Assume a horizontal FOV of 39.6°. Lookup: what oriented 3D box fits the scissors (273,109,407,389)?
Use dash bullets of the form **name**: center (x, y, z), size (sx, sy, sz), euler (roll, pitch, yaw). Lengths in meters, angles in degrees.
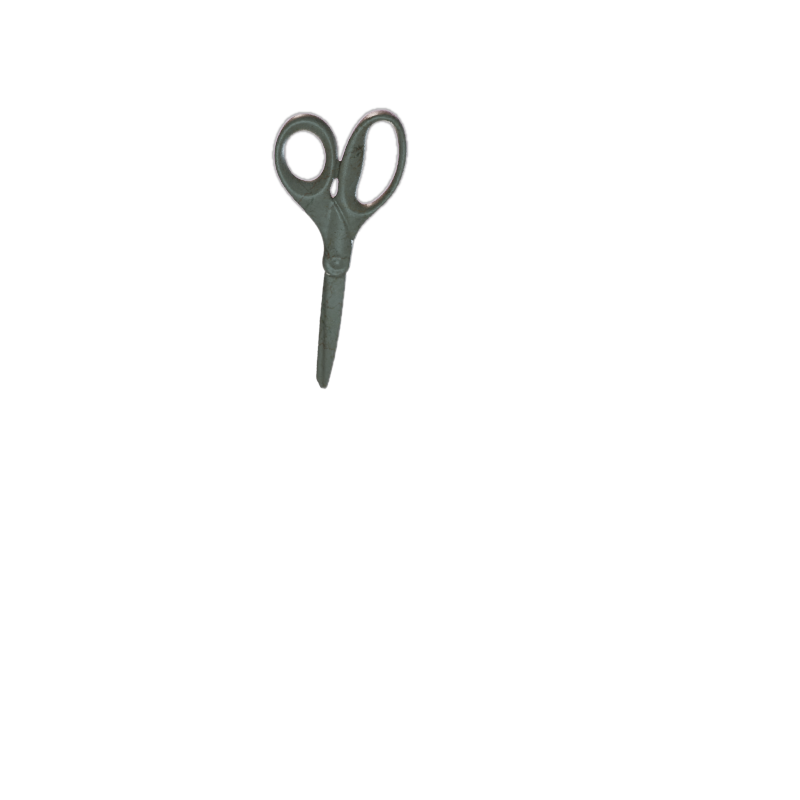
- **scissors**: center (-0.059, -0.107, 0.749), size (0.095, 0.196, 0.016), euler (21, 19, -8)
